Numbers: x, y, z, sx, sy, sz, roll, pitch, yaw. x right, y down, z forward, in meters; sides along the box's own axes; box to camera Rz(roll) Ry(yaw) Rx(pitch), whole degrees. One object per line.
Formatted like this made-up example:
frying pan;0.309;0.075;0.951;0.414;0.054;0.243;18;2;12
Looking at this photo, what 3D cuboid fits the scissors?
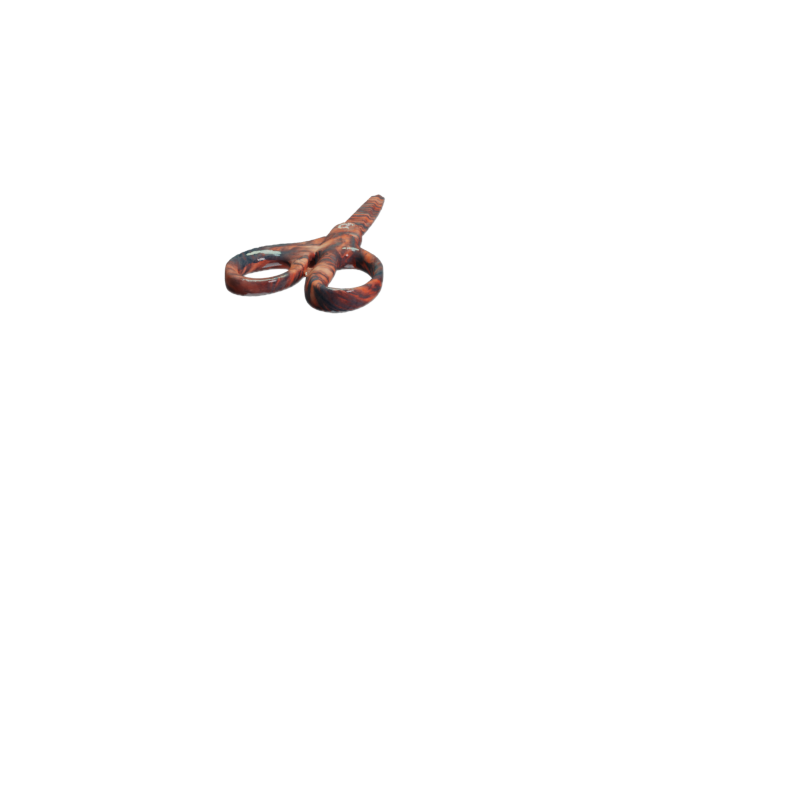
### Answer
scissors;-0.052;-0.095;0.664;0.096;0.015;0.212;-1;25;-3
